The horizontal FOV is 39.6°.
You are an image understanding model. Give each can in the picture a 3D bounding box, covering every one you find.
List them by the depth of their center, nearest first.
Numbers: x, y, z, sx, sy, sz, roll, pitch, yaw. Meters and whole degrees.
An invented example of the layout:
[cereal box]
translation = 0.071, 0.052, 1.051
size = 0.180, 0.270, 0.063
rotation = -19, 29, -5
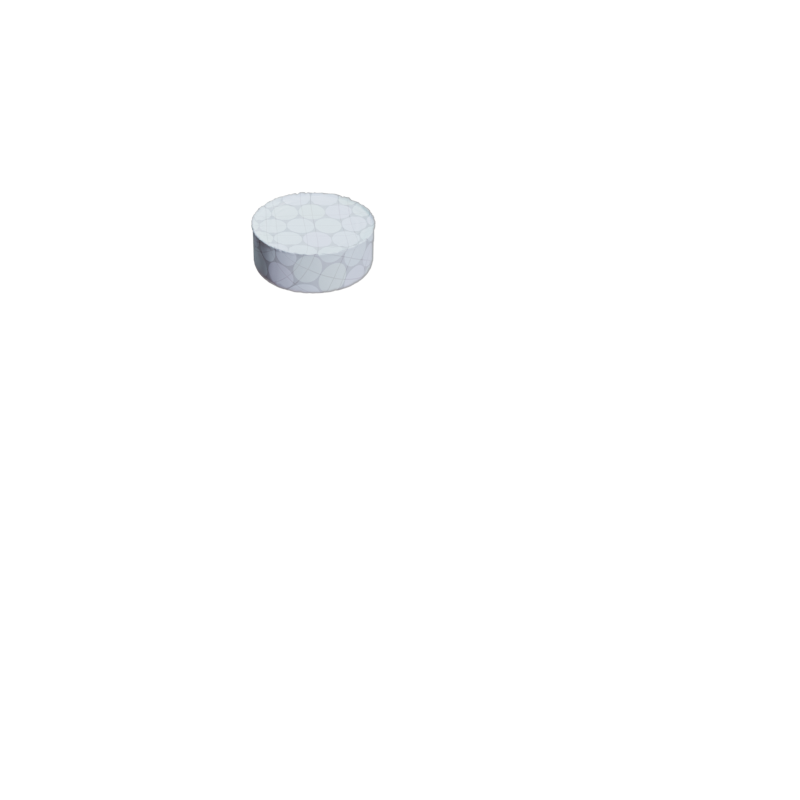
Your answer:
[can]
translation = -0.061, -0.110, 0.774
size = 0.086, 0.031, 0.092
rotation = -1, 36, -2
